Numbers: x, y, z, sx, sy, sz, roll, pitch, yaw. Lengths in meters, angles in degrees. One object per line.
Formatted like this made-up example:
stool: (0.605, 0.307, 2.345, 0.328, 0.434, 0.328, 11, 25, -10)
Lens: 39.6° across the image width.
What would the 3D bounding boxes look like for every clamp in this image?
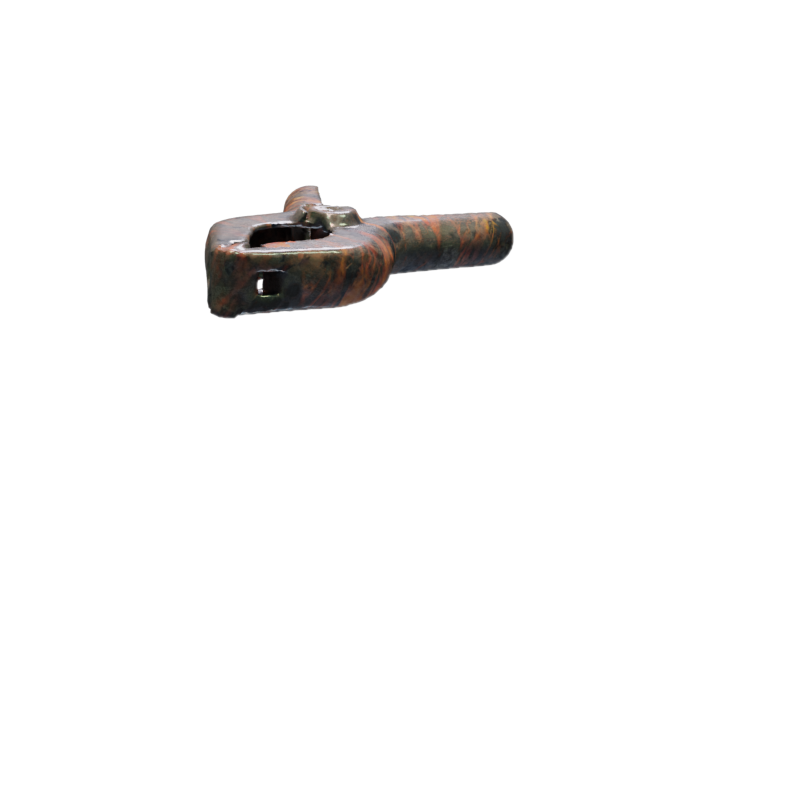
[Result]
clamp: (-0.039, -0.071, 0.497, 0.126, 0.038, 0.168, 10, 18, 34)
